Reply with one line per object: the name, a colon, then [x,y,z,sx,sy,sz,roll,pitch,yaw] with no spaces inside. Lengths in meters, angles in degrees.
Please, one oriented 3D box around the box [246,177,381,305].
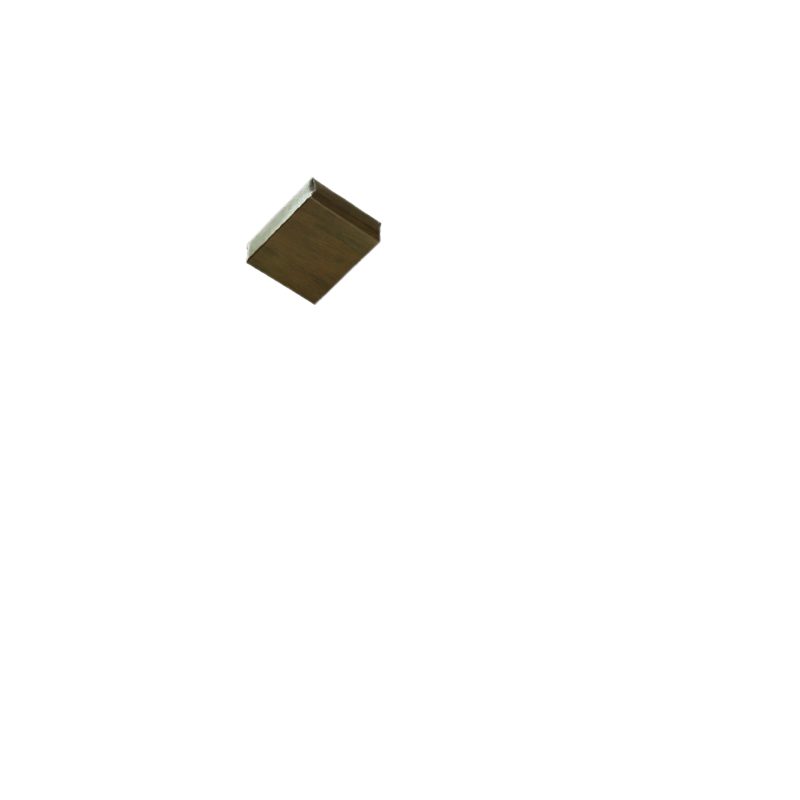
box: [-0.070,-0.128,0.899,0.069,0.032,0.088,32,-57,-25]
